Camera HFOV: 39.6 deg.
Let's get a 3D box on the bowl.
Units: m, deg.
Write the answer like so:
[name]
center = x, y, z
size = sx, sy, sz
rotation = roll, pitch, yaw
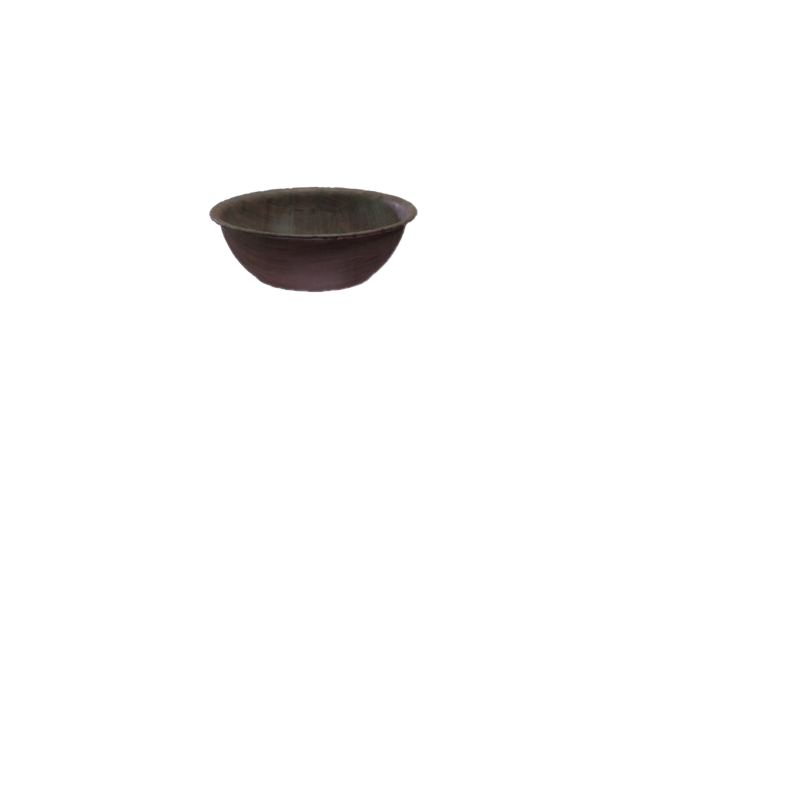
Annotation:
[bowl]
center = -0.068, -0.124, 0.868
size = 0.162, 0.053, 0.169
rotation = -1, 22, -2
